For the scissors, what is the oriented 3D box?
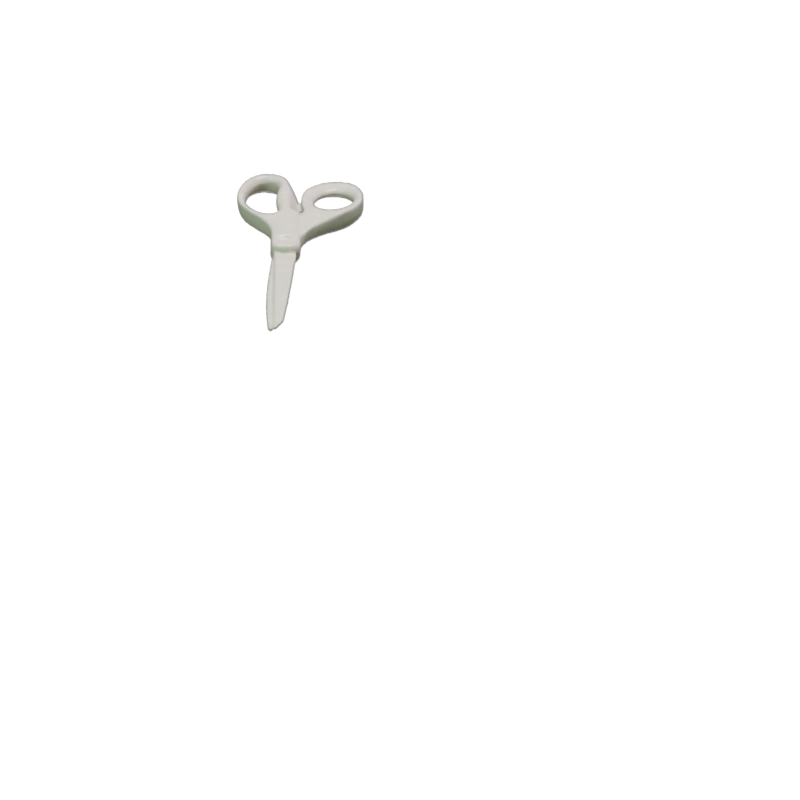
[{"bbox_3d":[-0.056,-0.102,0.712,0.095,0.015,0.217,-8,34,-13],"label":"scissors"}]
